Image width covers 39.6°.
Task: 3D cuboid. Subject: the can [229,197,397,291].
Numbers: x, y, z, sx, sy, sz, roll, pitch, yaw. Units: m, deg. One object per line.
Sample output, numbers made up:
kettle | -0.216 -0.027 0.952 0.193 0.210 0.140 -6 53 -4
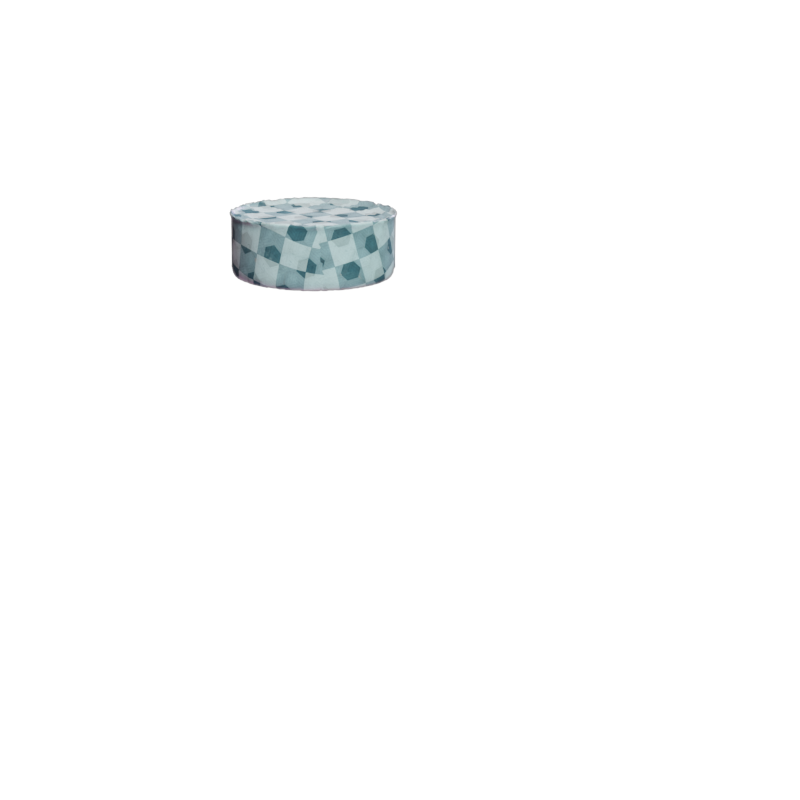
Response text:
can | -0.045 -0.082 0.571 0.086 0.032 0.089 -1 18 -2
